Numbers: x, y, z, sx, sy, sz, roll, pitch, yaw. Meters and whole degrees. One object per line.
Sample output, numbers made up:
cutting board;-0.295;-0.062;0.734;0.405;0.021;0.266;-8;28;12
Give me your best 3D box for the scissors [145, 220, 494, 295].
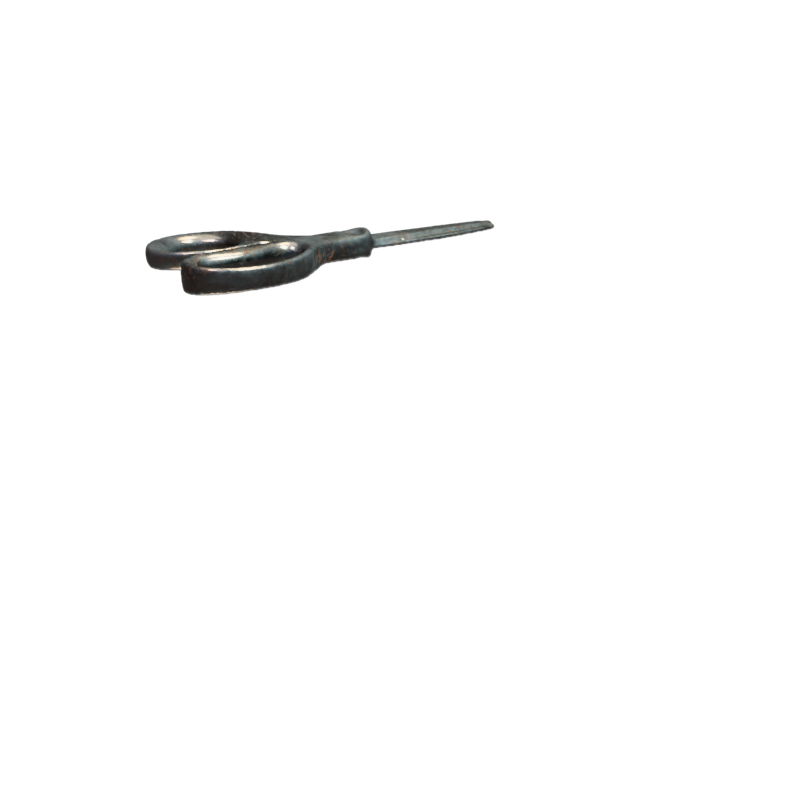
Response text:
scissors;-0.045;-0.081;0.570;0.101;0.015;0.199;13;23;35
